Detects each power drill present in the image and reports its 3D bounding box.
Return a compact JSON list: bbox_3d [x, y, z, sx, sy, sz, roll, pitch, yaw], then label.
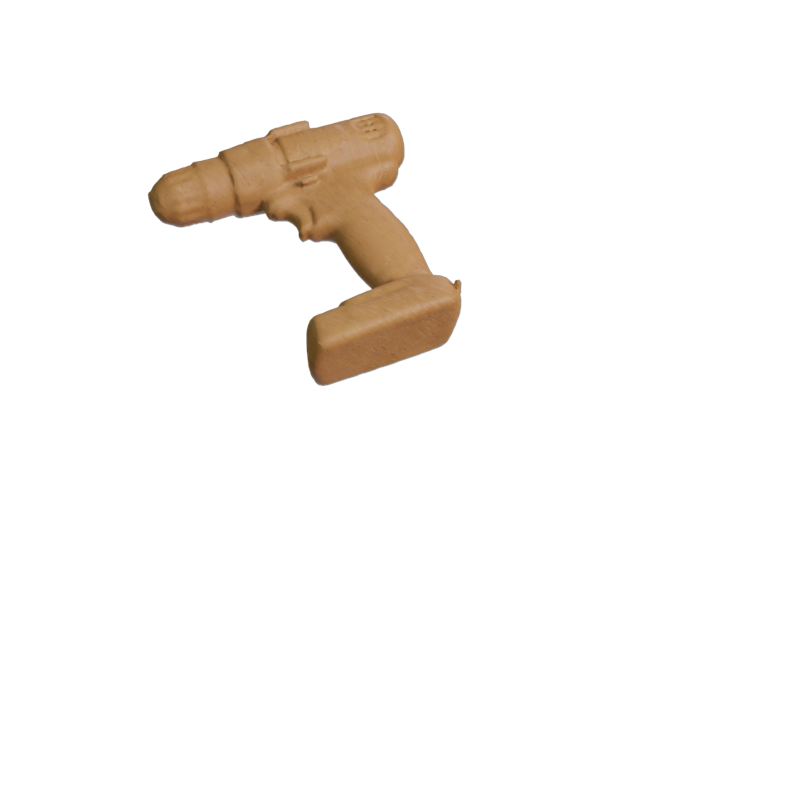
[{"bbox_3d":[-0.058,-0.105,0.736,0.183,0.202,0.054,-19,-31,-12],"label":"power drill"}]
